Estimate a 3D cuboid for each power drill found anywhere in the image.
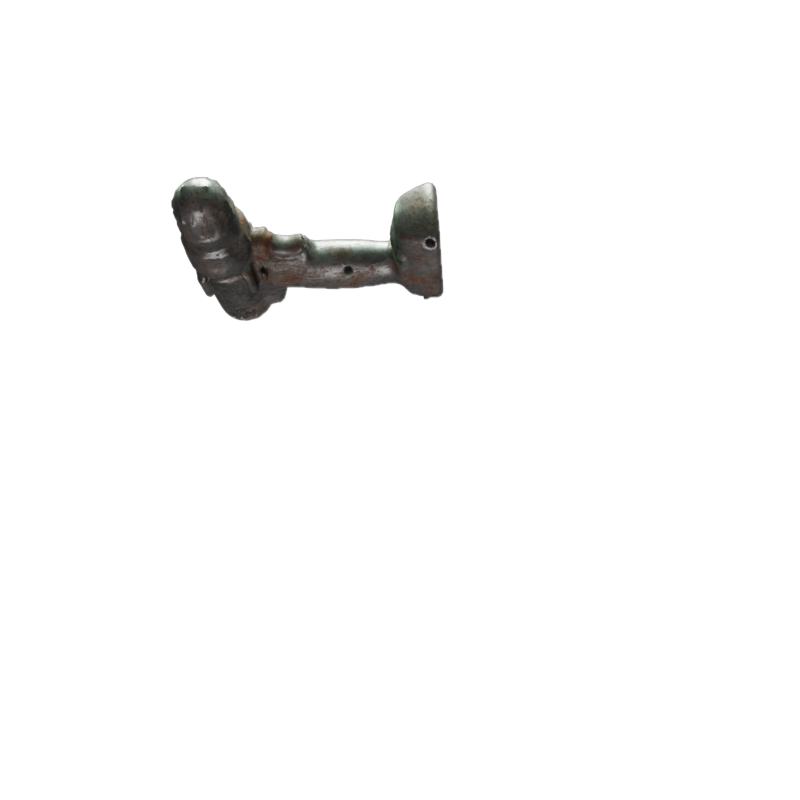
[{"bbox_3d":[-0.064,-0.117,0.818,0.189,0.060,0.174,-2,-19,6],"label":"power drill"}]
